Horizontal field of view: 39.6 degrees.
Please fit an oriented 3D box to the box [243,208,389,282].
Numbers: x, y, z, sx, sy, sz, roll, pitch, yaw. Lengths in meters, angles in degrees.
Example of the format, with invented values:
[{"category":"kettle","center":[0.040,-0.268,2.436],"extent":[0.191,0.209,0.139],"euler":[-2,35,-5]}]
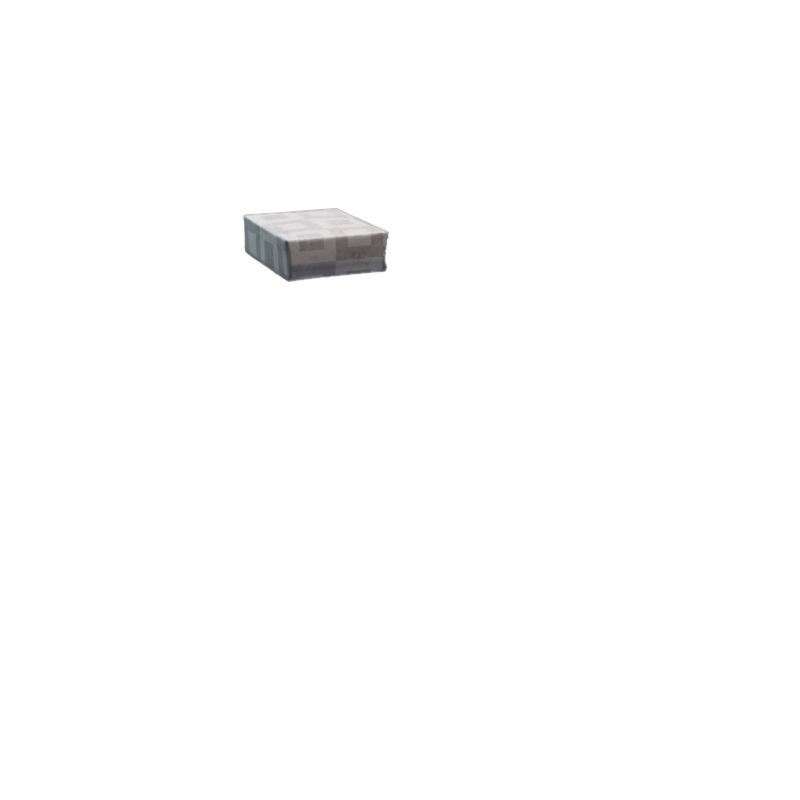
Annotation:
[{"category":"box","center":[-0.073,-0.133,0.932],"extent":[0.088,0.037,0.121],"euler":[-9,23,-22]}]
